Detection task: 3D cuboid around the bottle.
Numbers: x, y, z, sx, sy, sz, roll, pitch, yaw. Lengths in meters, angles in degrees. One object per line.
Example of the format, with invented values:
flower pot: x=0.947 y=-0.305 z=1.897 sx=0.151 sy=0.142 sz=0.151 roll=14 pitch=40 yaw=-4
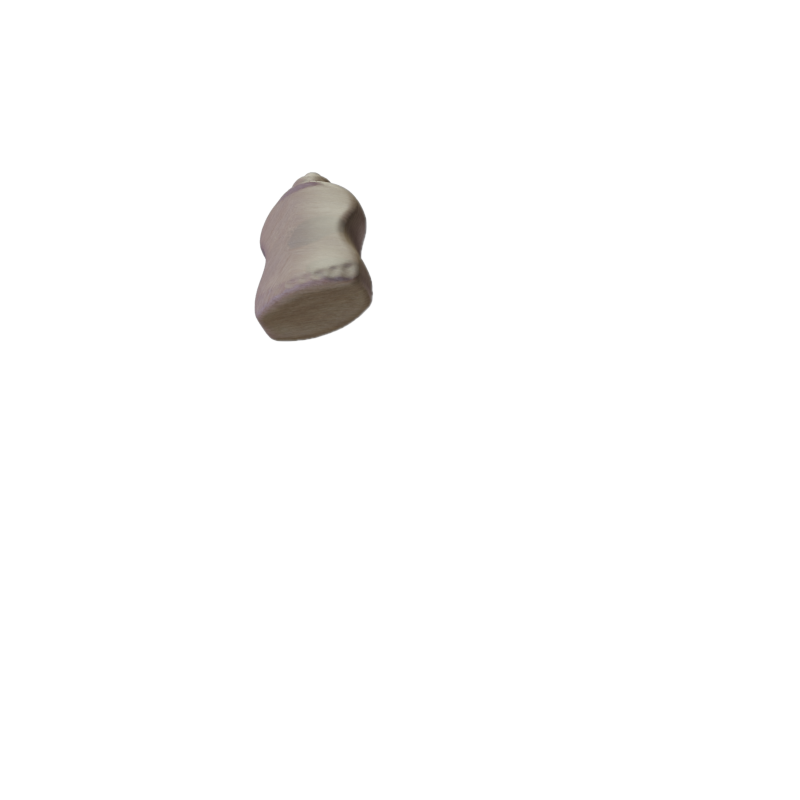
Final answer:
bottle: x=-0.076 y=-0.139 z=0.968 sx=0.096 sy=0.206 sz=0.054 roll=-21 pitch=-50 yaw=15
